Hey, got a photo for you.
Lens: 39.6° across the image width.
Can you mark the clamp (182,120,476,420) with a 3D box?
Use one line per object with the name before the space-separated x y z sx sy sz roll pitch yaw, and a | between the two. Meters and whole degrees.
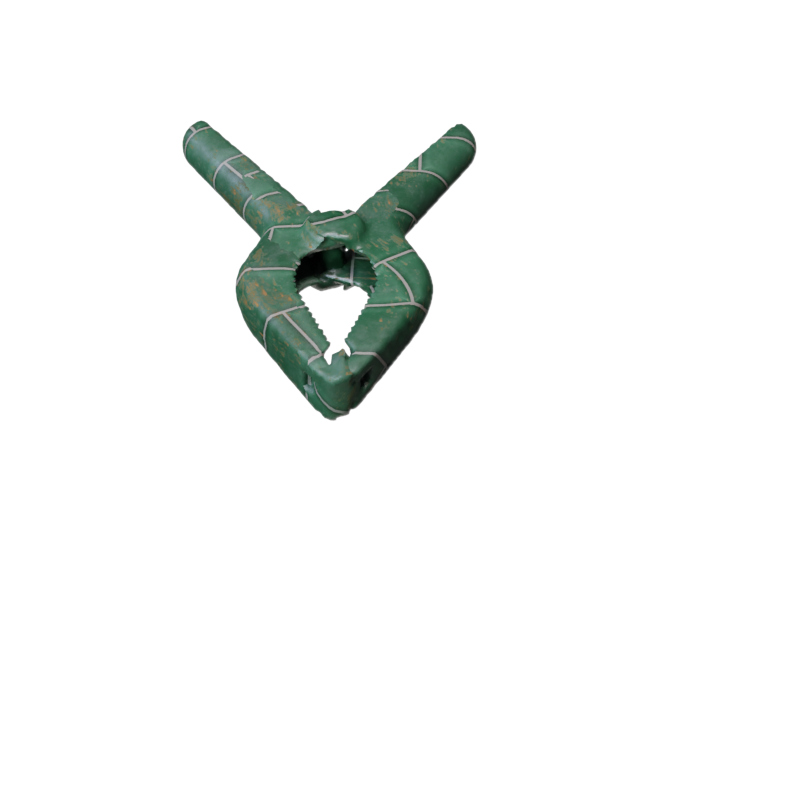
clamp | -0.044 -0.080 0.564 0.165 0.034 0.224 3 45 3
